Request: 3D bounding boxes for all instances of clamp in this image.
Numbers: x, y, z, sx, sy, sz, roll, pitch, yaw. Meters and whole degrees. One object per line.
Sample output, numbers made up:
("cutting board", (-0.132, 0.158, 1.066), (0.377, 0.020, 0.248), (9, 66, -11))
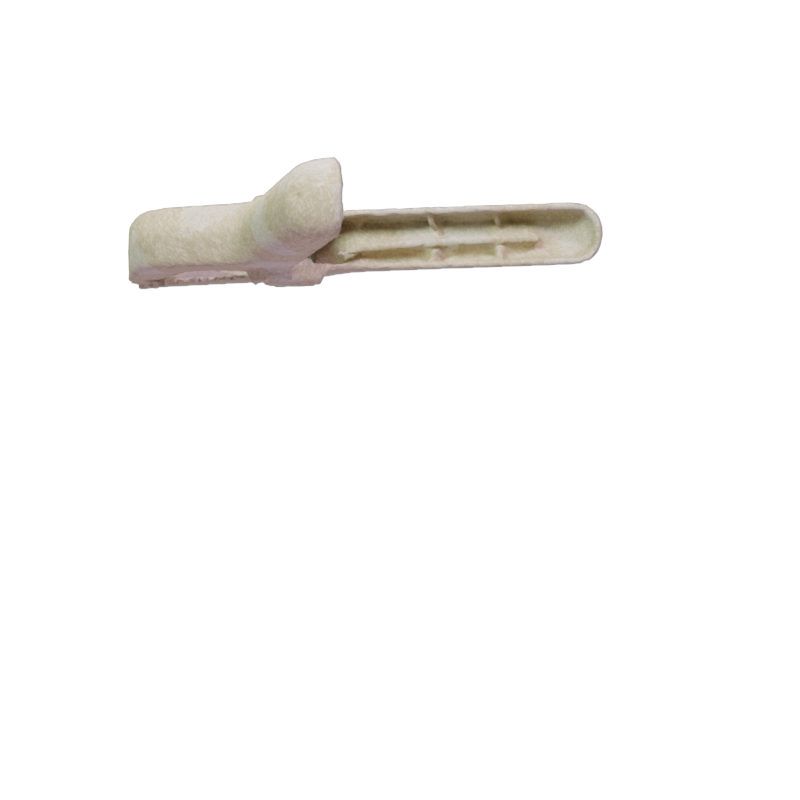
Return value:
("clamp", (-0.036, -0.066, 0.459), (0.158, 0.037, 0.217), (0, 1, -41))
